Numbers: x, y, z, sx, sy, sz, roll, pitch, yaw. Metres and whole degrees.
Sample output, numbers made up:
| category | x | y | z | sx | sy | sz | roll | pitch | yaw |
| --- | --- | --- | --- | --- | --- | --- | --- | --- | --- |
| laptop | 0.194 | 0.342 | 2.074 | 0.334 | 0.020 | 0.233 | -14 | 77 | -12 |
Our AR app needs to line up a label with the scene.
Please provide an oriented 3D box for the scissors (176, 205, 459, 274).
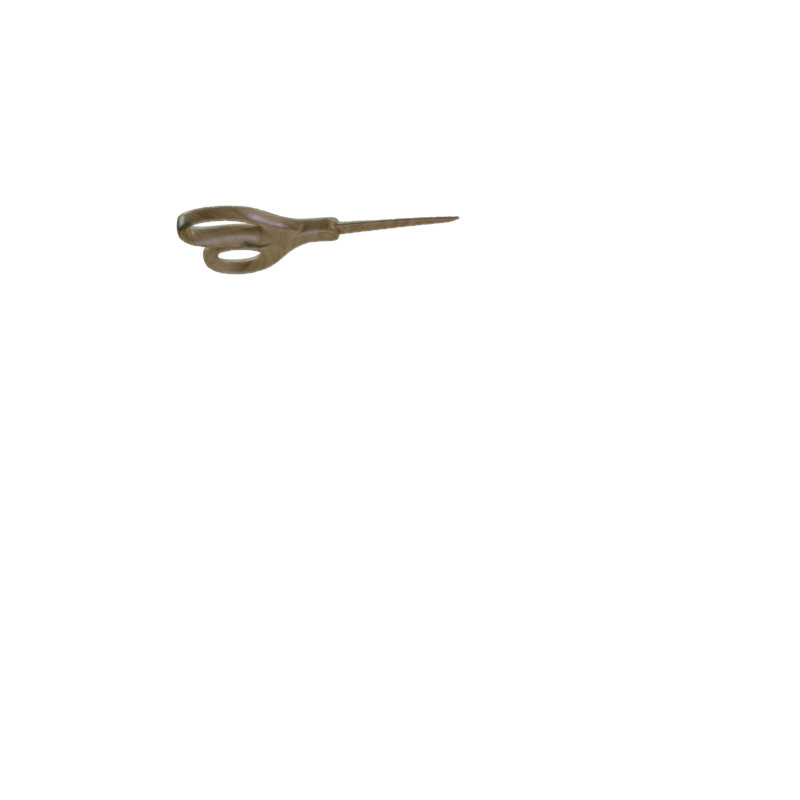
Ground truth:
| category | x | y | z | sx | sy | sz | roll | pitch | yaw |
| --- | --- | --- | --- | --- | --- | --- | --- | --- | --- |
| scissors | -0.064 | -0.118 | 0.824 | 0.200 | 0.017 | 0.092 | 2 | -22 | -6 |
